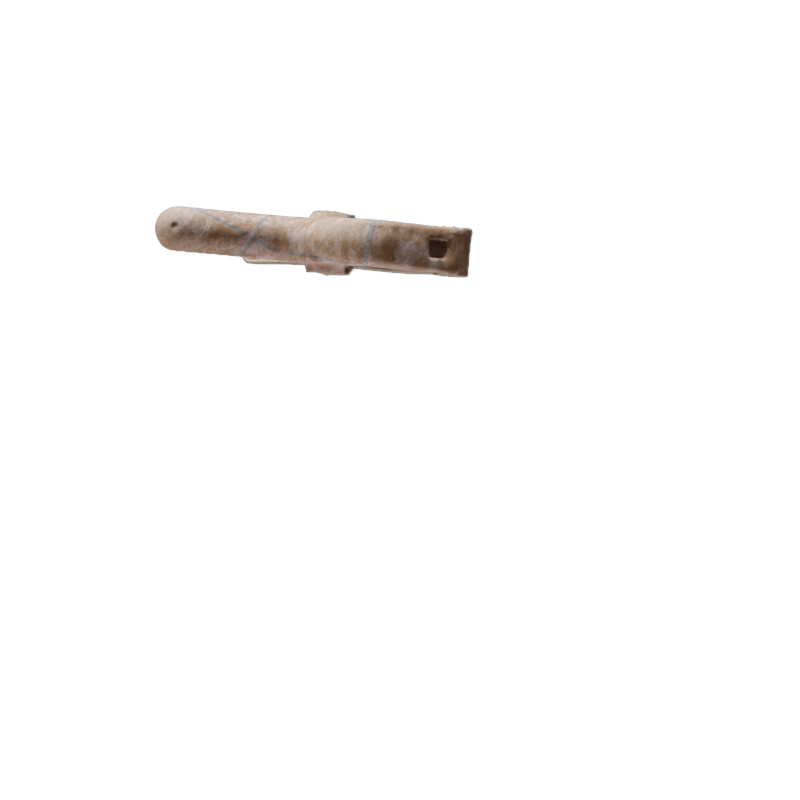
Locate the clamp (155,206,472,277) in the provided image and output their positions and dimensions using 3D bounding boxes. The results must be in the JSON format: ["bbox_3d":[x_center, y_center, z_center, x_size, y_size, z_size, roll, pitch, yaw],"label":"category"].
[{"bbox_3d":[-0.049,-0.089,0.626,0.178,0.039,0.117,4,9,30],"label":"clamp"}]
